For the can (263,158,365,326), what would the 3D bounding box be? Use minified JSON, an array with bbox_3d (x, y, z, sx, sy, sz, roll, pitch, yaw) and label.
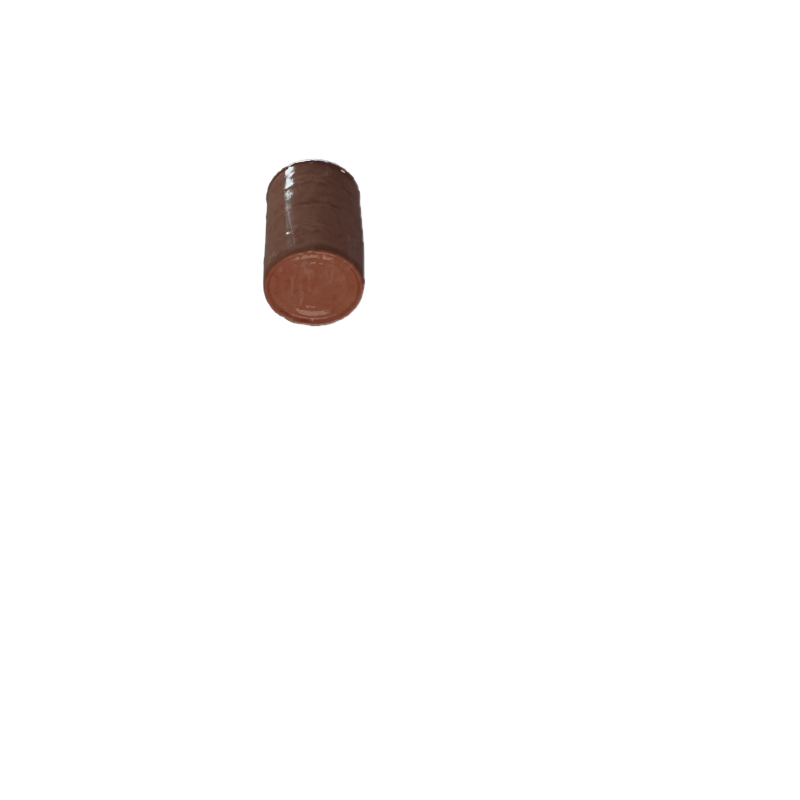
[{"bbox_3d":[-0.059,-0.108,0.757,0.068,0.064,0.110,-1,43,-3],"label":"can"}]
